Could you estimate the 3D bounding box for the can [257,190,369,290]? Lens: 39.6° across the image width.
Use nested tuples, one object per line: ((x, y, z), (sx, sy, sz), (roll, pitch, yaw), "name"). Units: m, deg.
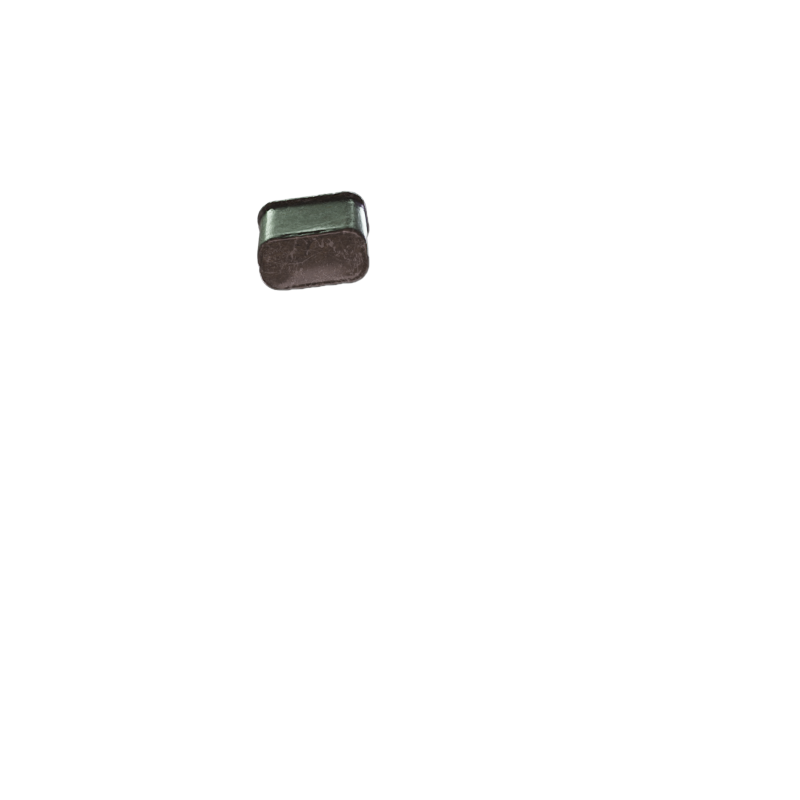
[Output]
((-0.077, -0.141, 0.990), (0.102, 0.054, 0.089), (-8, 29, 2), "can")
